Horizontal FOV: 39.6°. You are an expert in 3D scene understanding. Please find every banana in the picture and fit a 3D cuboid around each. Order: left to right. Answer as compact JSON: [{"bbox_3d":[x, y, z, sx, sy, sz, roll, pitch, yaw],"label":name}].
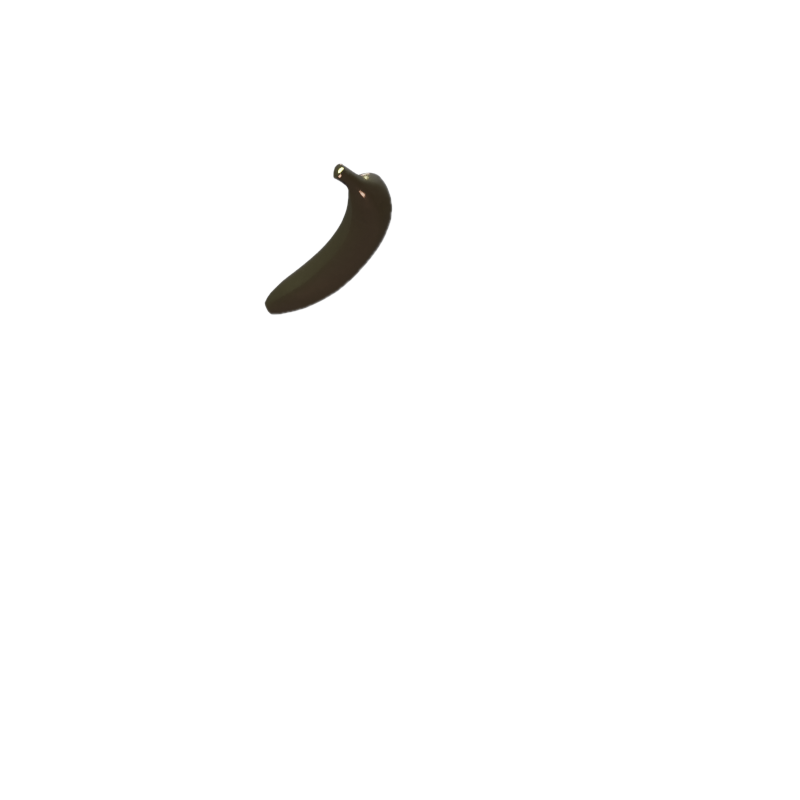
[{"bbox_3d":[-0.053,-0.130,0.917,0.068,0.039,0.190,13,-37,-18],"label":"banana"}]
